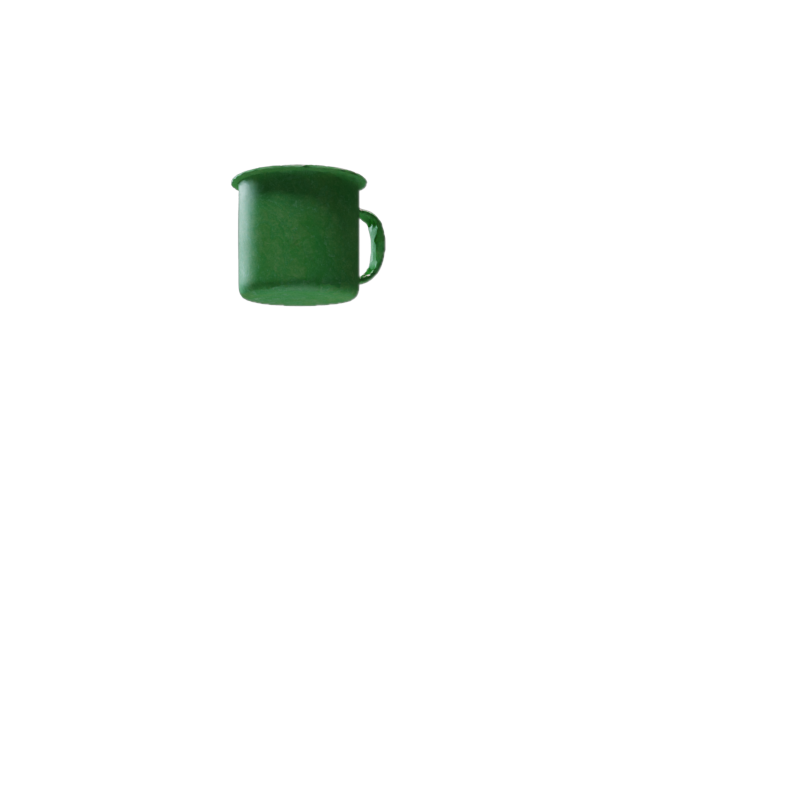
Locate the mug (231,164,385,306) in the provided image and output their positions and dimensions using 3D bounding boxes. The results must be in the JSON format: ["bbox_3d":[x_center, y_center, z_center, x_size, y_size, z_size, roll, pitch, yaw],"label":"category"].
[{"bbox_3d":[-0.059,-0.108,0.756,0.112,0.083,0.095,4,-8,-38],"label":"mug"}]
